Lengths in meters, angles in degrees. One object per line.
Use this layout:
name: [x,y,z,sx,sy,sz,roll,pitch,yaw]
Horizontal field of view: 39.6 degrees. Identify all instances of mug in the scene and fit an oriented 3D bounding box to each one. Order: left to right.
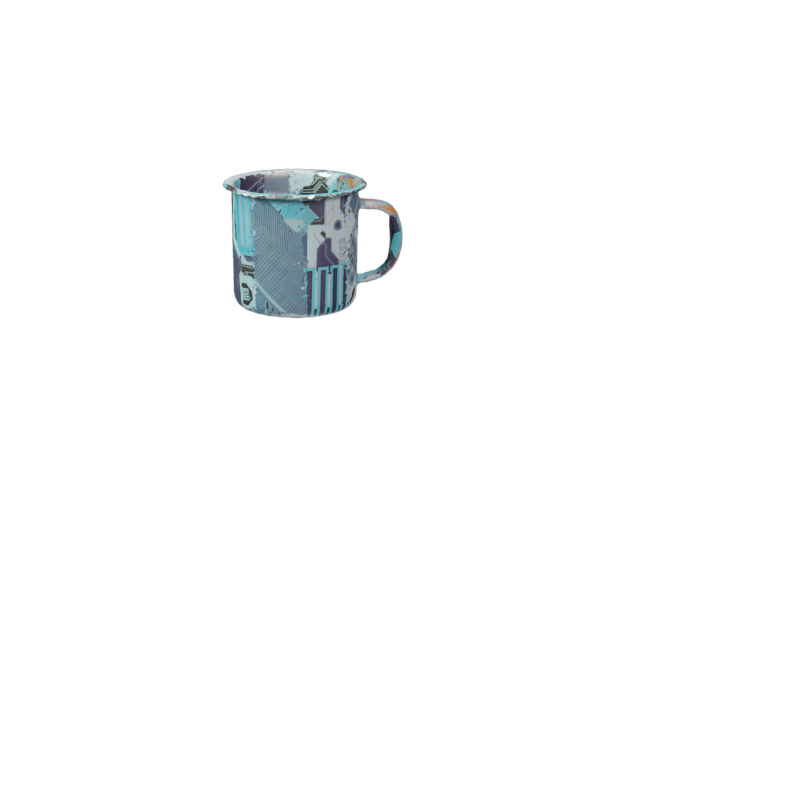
mug: [-0.057,-0.104,0.726,0.116,0.078,0.098,-2,19,-7]
